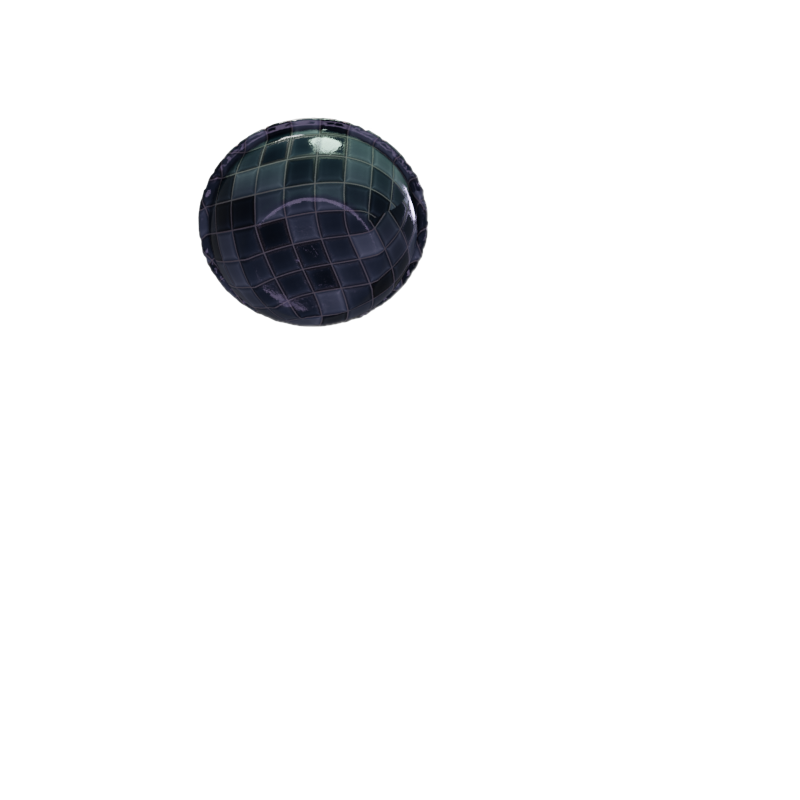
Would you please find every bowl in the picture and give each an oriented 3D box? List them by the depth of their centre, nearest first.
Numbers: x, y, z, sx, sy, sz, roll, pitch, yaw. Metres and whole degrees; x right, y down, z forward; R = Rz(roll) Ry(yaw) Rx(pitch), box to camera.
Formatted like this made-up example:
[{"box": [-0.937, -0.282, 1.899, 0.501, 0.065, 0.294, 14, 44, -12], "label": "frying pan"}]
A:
[{"box": [-0.059, -0.108, 0.758, 0.162, 0.153, 0.058, 1, 28, -1], "label": "bowl"}]
